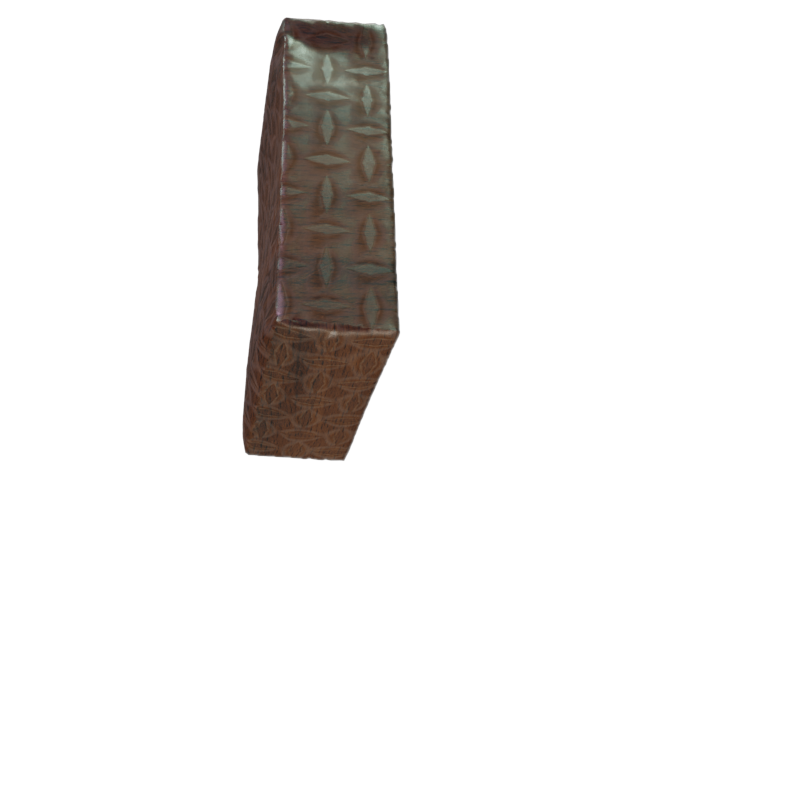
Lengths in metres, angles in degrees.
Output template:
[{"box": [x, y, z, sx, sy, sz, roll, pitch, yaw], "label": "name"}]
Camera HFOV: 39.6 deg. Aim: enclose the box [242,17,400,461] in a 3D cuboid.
[{"box": [-0.052, -0.095, 0.664, 0.071, 0.228, 0.156, 4, -31, -11], "label": "box"}]
